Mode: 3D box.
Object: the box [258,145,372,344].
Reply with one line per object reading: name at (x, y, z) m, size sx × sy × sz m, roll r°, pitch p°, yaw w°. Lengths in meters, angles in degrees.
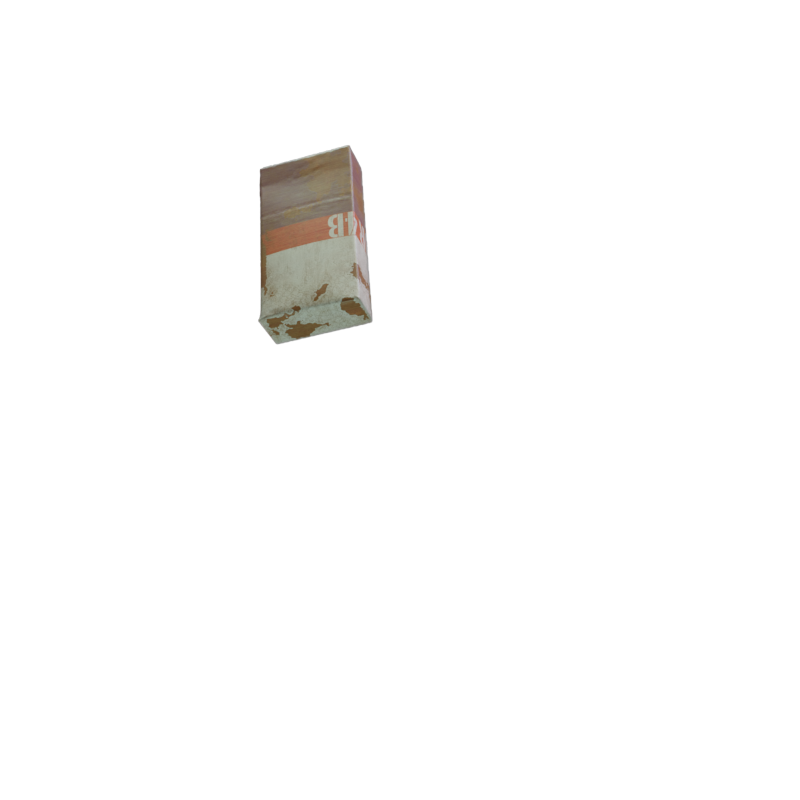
box at (-0.077, -0.142, 0.993) m, size 0.094 × 0.189 × 0.044 m, roll -13°, pitch -38°, yaw 13°
